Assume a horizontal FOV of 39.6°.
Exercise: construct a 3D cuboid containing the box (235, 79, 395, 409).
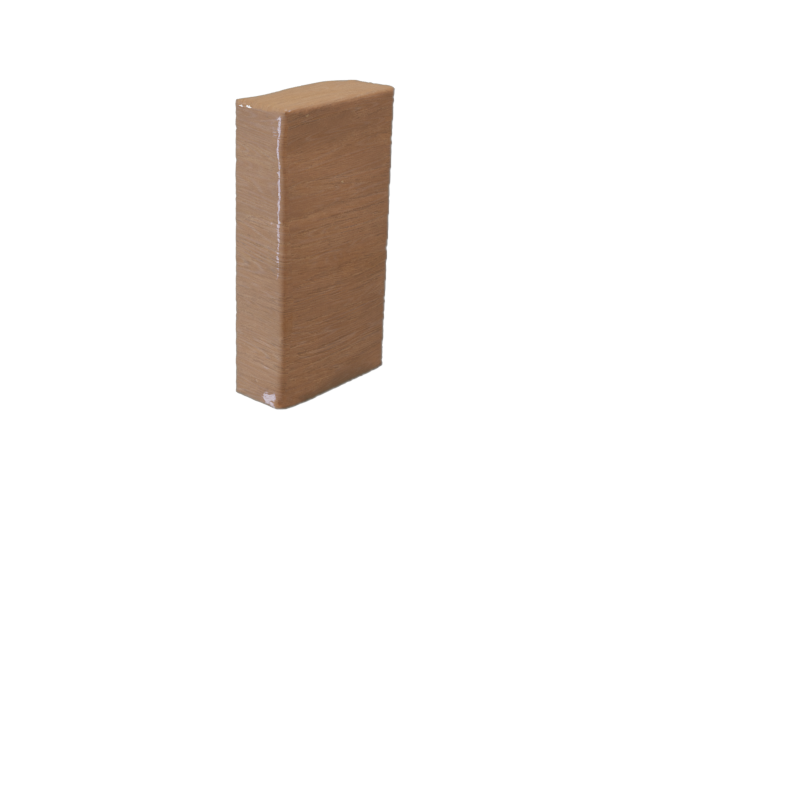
[{"bbox_3d":[-0.050,-0.091,0.638,0.051,0.169,0.092,16,24,37],"label":"box"}]
